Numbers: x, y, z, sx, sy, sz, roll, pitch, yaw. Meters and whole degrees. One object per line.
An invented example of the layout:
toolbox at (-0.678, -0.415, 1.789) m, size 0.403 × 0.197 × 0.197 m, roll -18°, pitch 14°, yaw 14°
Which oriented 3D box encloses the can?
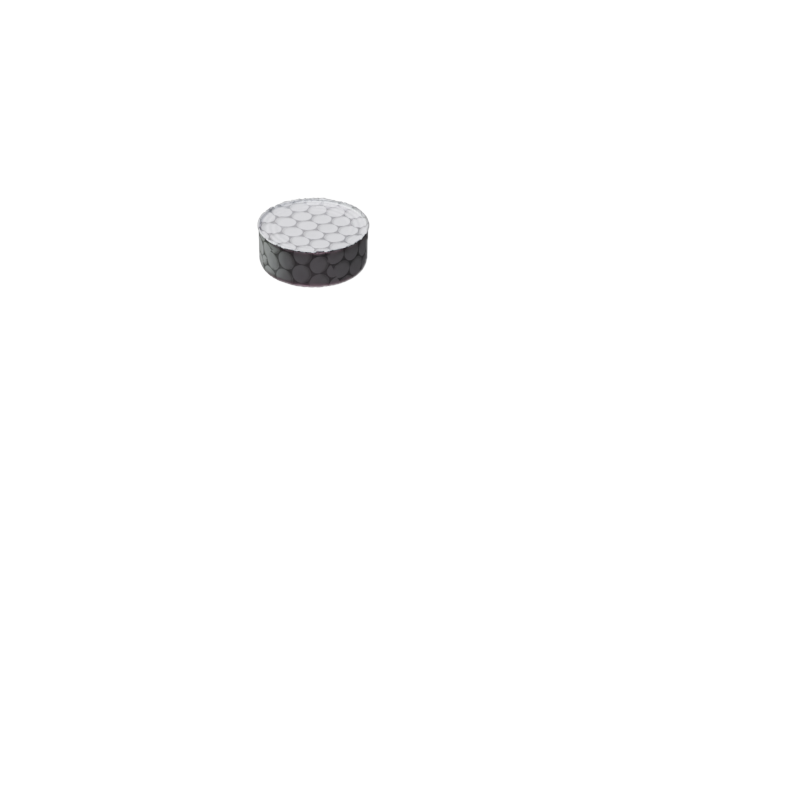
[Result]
can at (-0.067, -0.123, 0.858) m, size 0.086 × 0.031 × 0.092 m, roll -1°, pitch 35°, yaw -2°
